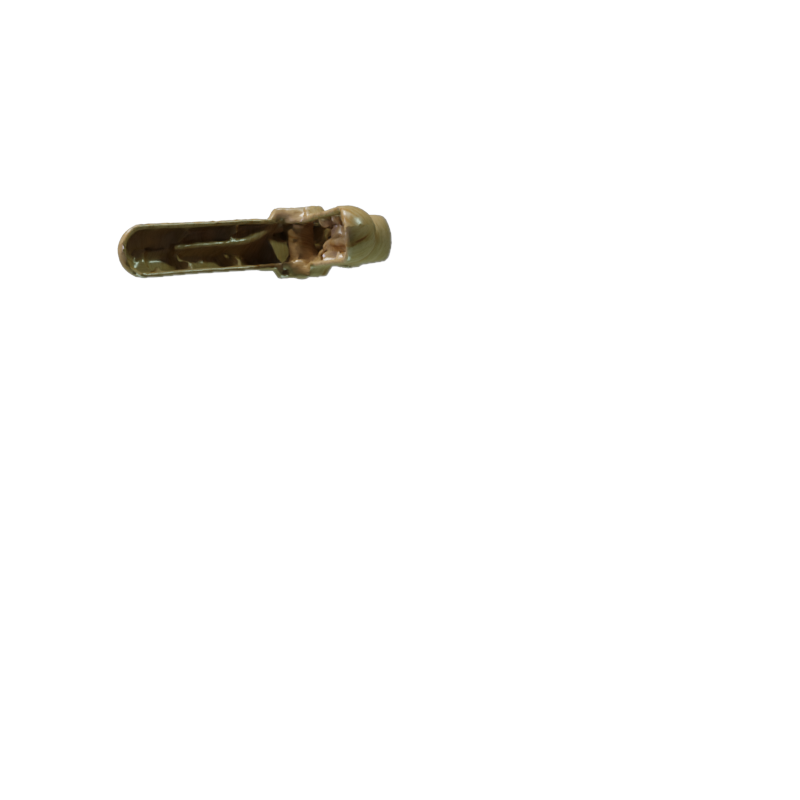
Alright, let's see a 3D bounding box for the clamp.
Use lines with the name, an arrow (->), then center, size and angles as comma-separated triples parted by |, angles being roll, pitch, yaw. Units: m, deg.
clamp -> -0.043, -0.078, 0.547 | 0.124, 0.039, 0.168 | 5, 12, 26
